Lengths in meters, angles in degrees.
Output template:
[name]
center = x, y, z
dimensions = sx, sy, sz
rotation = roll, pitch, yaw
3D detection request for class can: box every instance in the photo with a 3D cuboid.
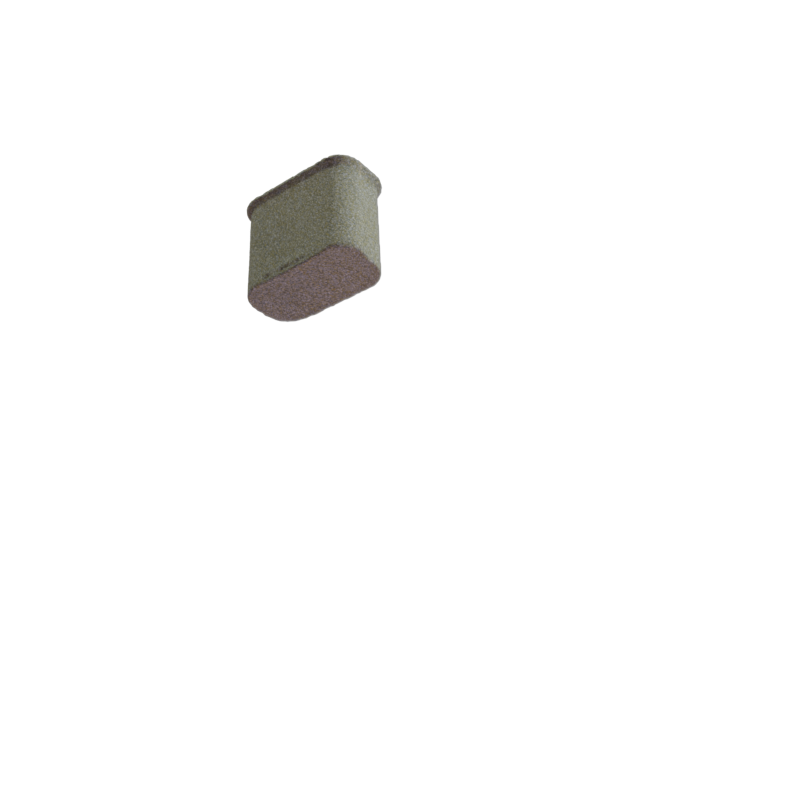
[can]
center = -0.062, -0.113, 0.788
dimensions = 0.102, 0.090, 0.053
rotation = -25, -42, 28
